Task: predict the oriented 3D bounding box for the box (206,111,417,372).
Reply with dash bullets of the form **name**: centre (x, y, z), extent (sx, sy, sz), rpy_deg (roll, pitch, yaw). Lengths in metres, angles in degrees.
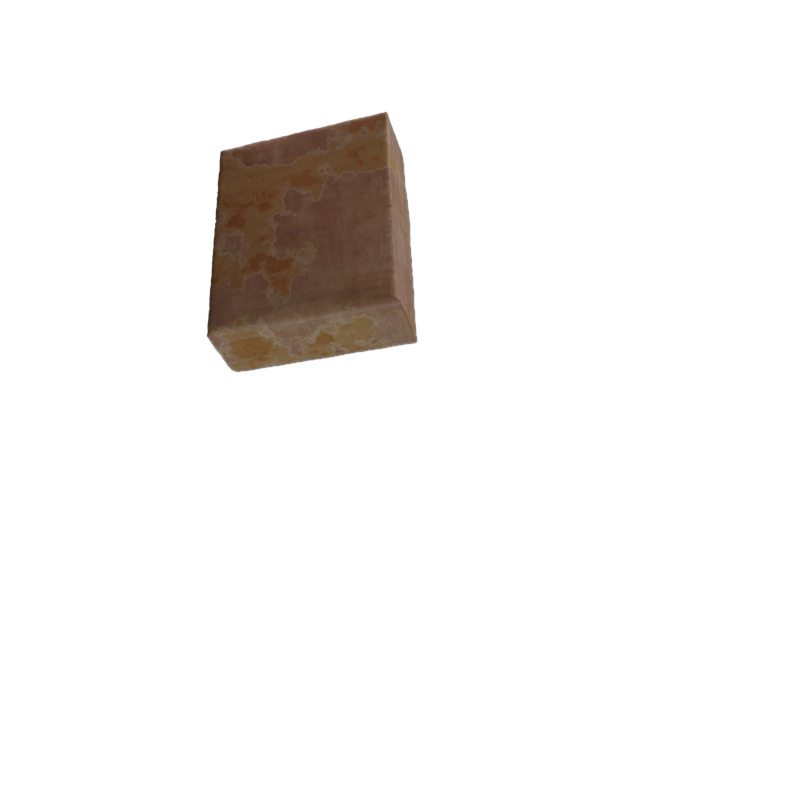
- **box**: centre (-0.076, -0.138, 0.967), extent (0.166, 0.229, 0.066), rpy_deg (-11, -38, 12)
